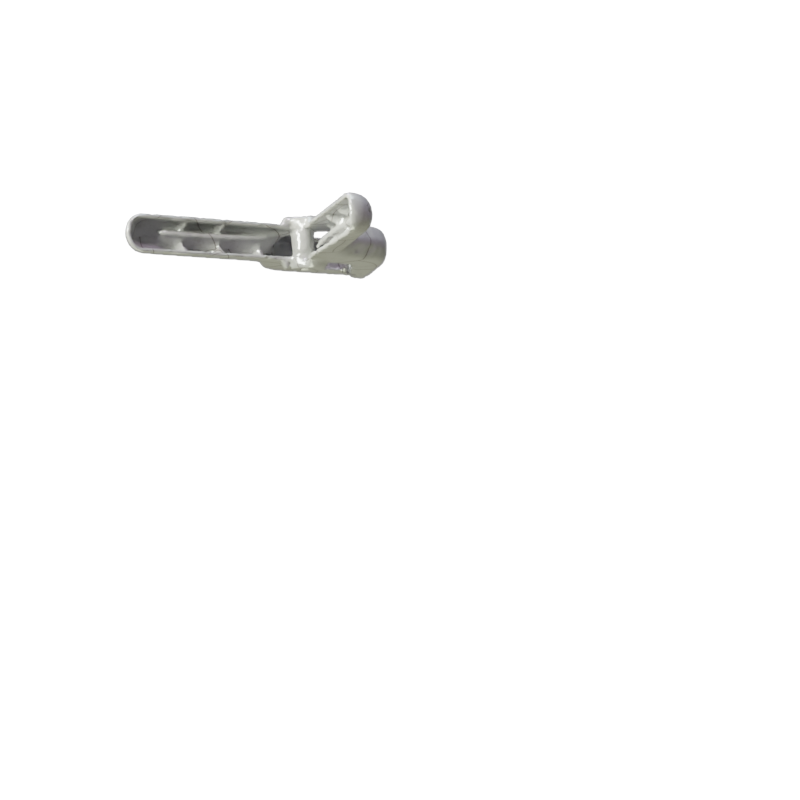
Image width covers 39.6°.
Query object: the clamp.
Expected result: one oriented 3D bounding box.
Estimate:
[{"bbox_3d":[-0.059,-0.107,0.751,0.169,0.037,0.201,0,-1,28],"label":"clamp"}]
